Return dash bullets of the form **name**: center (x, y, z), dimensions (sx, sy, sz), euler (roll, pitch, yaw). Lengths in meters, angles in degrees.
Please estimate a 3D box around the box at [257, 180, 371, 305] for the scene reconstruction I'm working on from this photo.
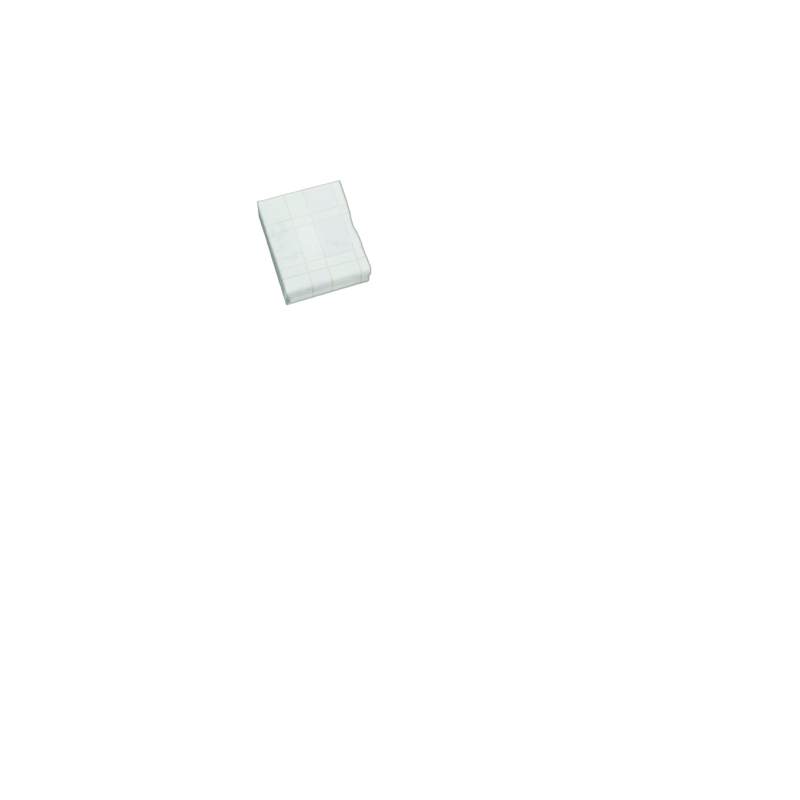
- **box**: center (-0.072, -0.130, 0.914), dimensions (0.073, 0.095, 0.029), euler (-16, -22, -7)
